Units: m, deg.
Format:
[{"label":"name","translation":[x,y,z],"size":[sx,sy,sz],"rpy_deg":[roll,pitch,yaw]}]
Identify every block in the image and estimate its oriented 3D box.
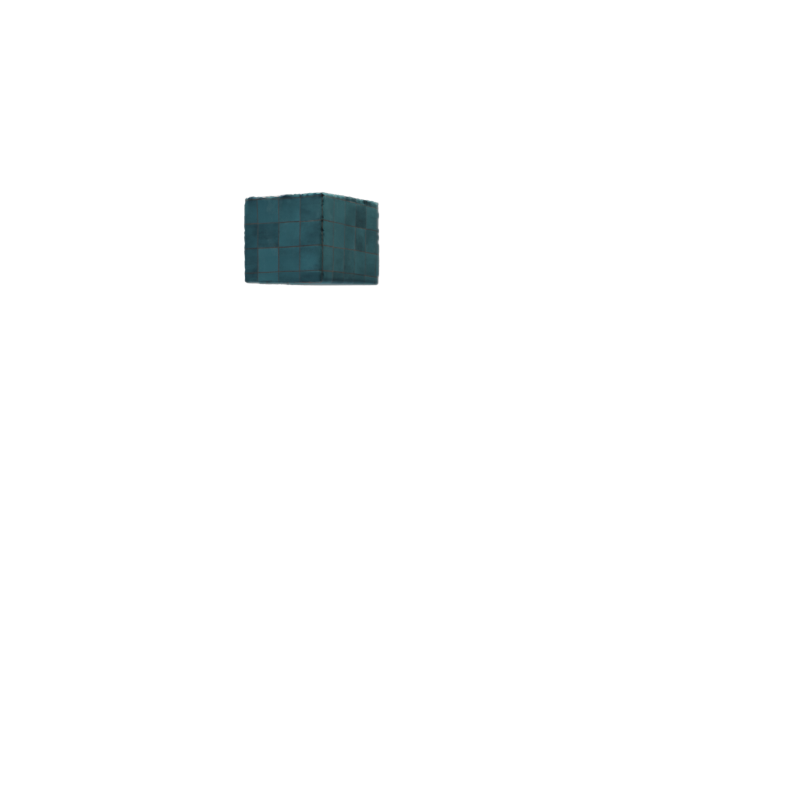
[{"label":"block","translation":[-0.052,-0.094,0.658],"size":[0.054,0.051,0.076],"rpy_deg":[1,3,25]}]
